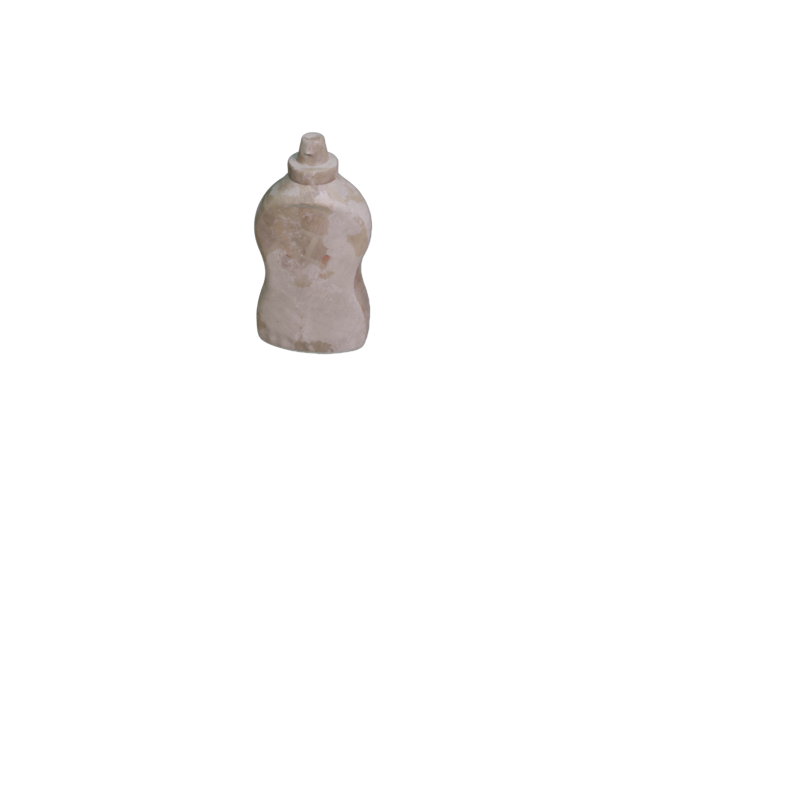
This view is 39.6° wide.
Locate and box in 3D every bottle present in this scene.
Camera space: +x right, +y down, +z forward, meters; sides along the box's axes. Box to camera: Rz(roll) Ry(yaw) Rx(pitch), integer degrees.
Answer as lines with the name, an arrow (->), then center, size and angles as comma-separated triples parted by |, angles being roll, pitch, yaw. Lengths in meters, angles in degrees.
bottle -> -0.072, -0.131, 0.916 | 0.097, 0.180, 0.061 | 7, 32, 7
